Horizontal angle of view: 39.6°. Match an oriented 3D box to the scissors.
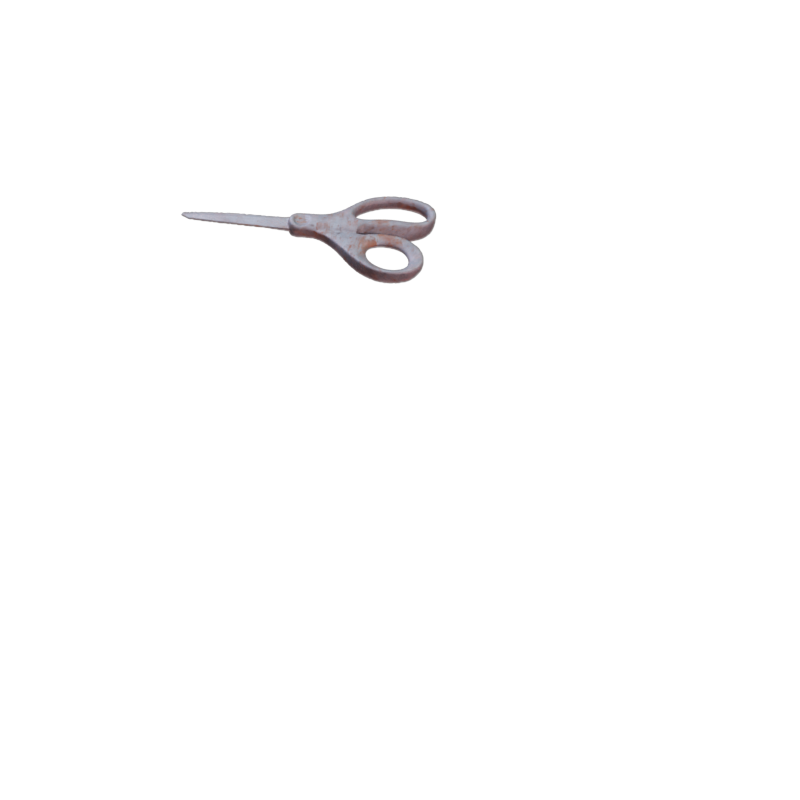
[{"bbox_3d":[-0.068,-0.124,0.870,0.200,0.104,0.015,-7,-41,-6],"label":"scissors"}]
